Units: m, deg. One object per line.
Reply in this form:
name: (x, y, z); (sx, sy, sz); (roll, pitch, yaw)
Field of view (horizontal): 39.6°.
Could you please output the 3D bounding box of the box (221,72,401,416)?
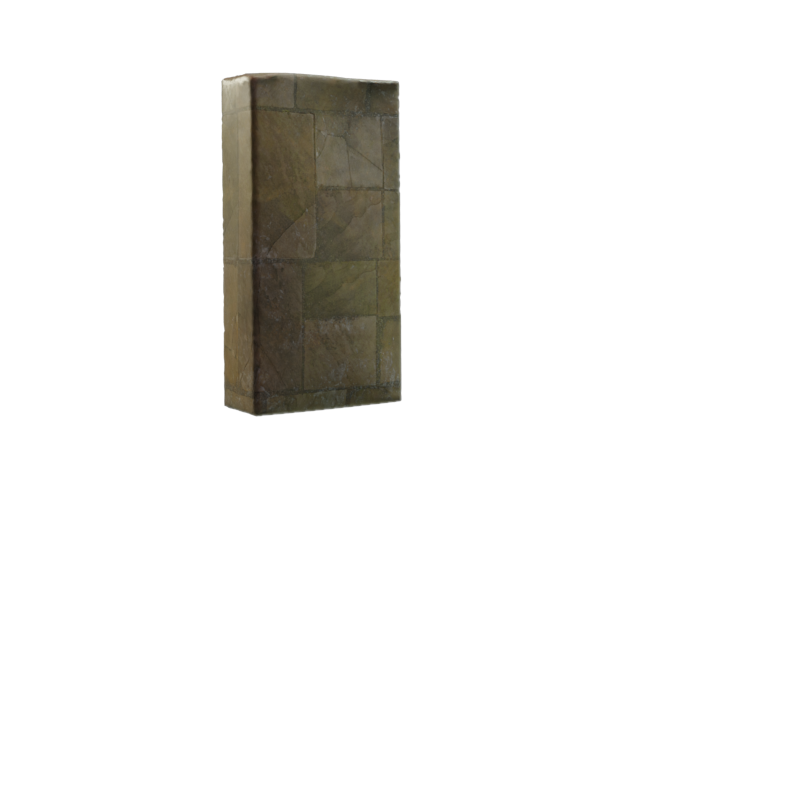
box: (-0.047, -0.085, 0.597); (0.090, 0.175, 0.050); (-3, 5, -31)
